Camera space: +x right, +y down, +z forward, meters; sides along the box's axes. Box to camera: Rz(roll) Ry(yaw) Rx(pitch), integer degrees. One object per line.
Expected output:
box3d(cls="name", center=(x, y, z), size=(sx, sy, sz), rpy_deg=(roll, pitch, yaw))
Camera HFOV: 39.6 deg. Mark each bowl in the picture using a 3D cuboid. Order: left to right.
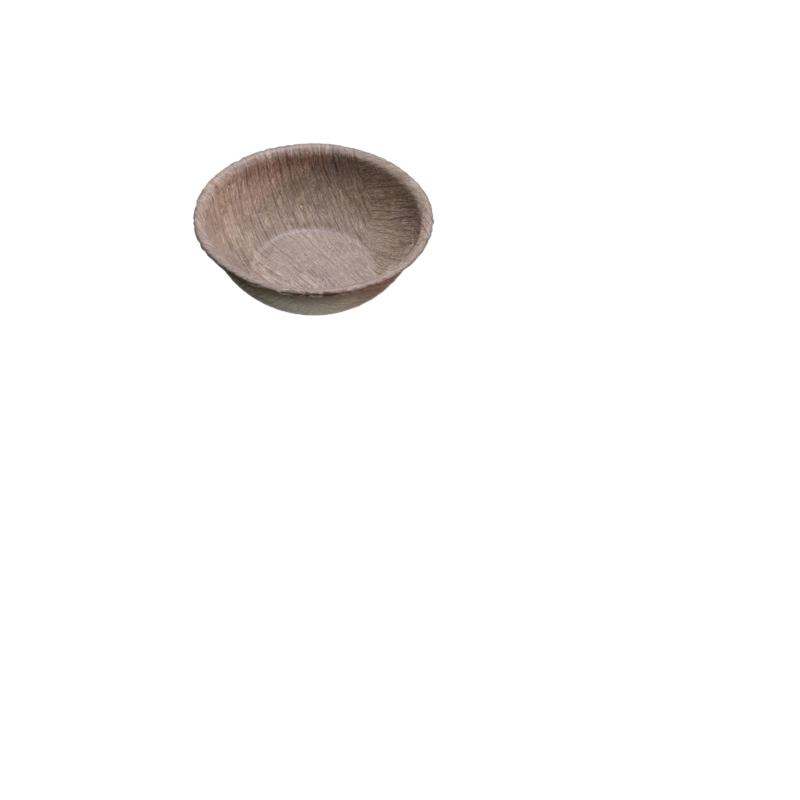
box3d(cls="bowl", center=(-0.060, -0.109, 0.763), size=(0.162, 0.051, 0.174), rpy_deg=(-1, 45, -1))
